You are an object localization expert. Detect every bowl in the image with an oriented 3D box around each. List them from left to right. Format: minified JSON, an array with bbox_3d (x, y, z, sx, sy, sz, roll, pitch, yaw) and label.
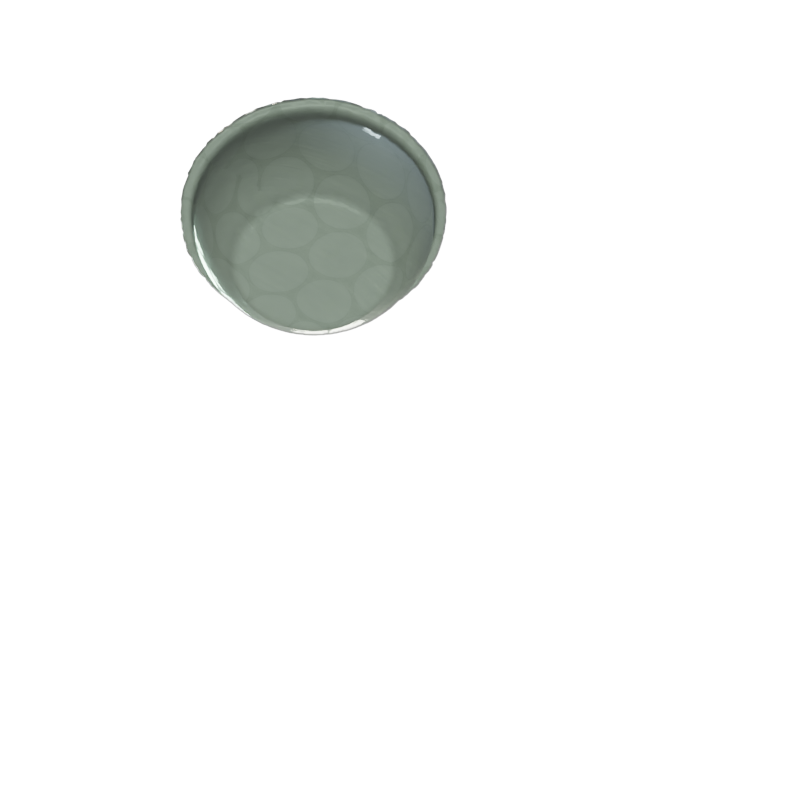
[{"bbox_3d":[-0.051,-0.093,0.650,0.162,0.152,0.059,1,35,-1],"label":"bowl"}]
